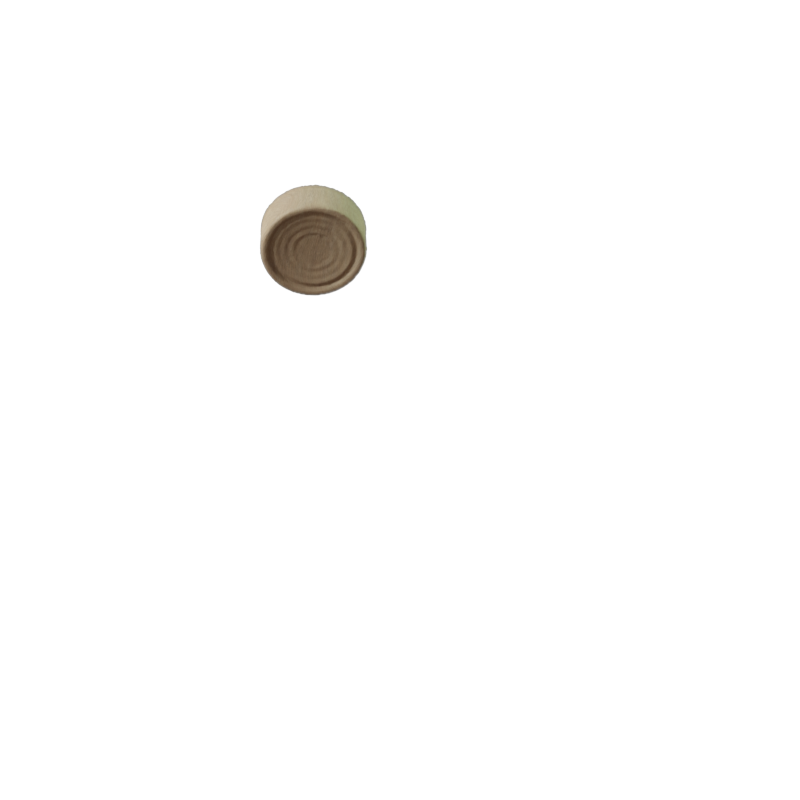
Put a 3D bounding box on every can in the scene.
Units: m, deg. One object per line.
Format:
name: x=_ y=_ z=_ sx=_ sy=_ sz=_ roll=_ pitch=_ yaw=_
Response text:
can: x=-0.069 y=-0.126 z=0.884 sx=0.086 sy=0.080 sz=0.036 roll=1 pitch=34 yaw=-1
